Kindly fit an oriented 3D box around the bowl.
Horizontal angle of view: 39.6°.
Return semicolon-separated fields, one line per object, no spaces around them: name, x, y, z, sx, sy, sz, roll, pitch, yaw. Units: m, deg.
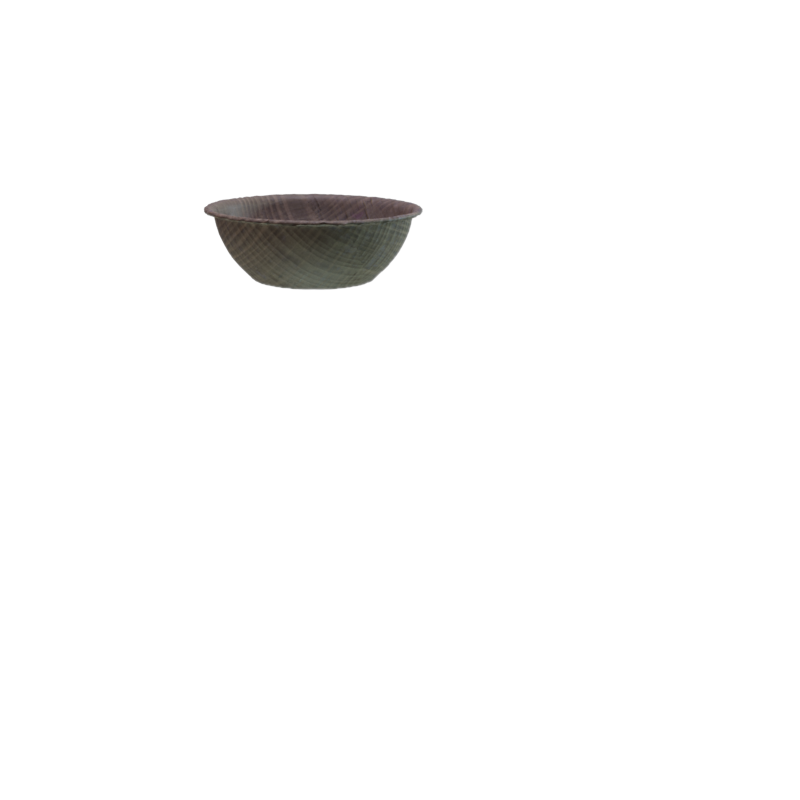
bowl;-0.065;-0.118;0.824;0.162;0.053;0.168;-1;17;-2
